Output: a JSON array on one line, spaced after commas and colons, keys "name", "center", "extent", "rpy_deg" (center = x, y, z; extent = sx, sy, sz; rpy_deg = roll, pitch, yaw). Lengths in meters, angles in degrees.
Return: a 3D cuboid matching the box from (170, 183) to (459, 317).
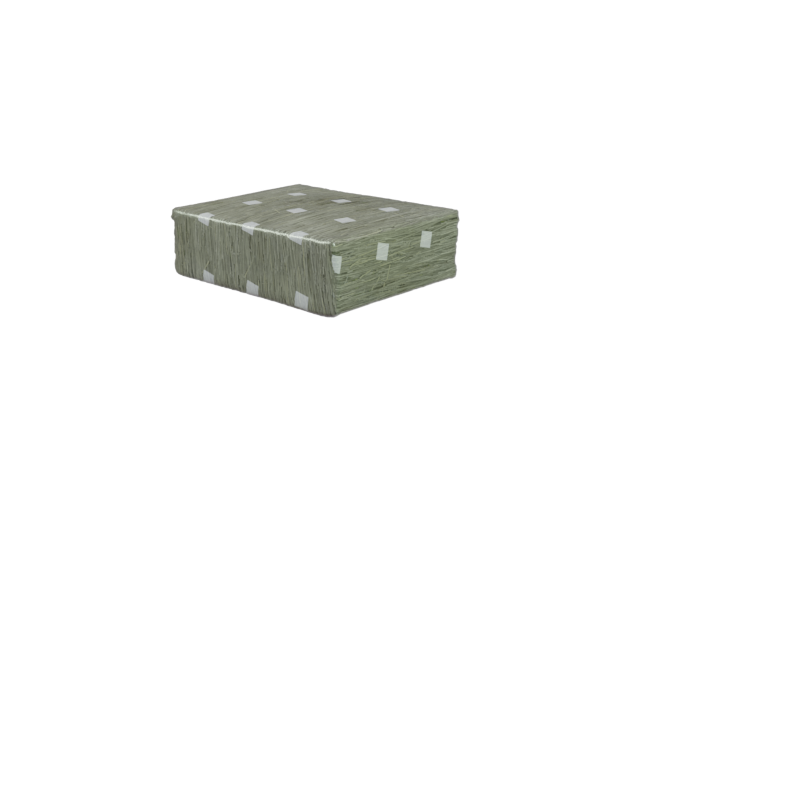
[{"name": "box", "center": [-0.042, -0.077, 0.541], "extent": [0.120, 0.037, 0.089], "rpy_deg": [19, 28, 39]}]
